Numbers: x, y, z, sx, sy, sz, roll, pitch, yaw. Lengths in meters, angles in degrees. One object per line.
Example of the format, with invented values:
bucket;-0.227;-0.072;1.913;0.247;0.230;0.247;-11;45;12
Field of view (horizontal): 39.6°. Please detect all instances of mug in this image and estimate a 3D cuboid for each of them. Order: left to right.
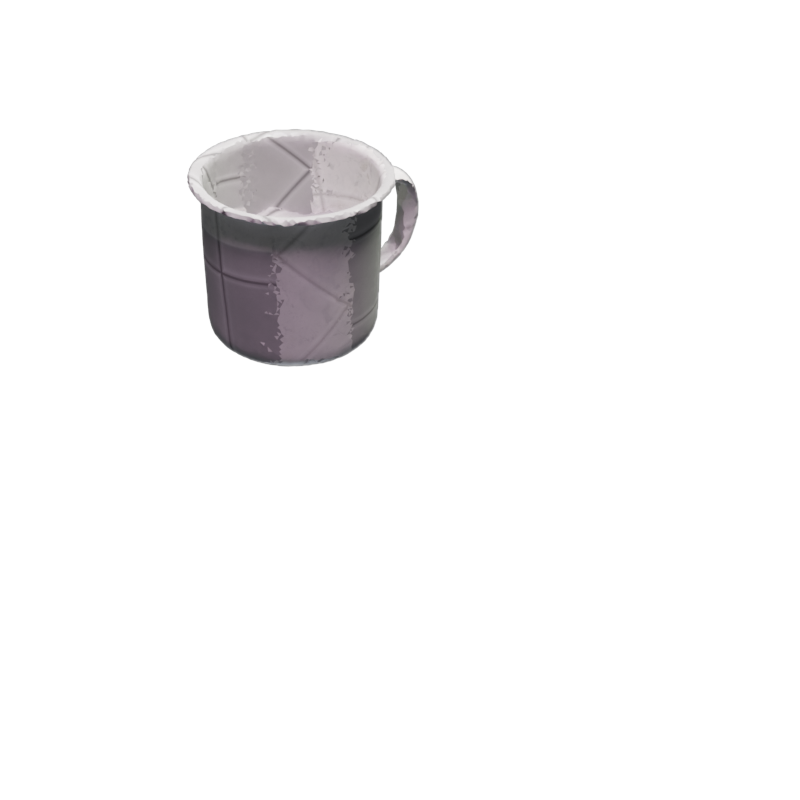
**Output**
mug;-0.041;-0.074;0.521;0.116;0.076;0.100;-23;41;-31
